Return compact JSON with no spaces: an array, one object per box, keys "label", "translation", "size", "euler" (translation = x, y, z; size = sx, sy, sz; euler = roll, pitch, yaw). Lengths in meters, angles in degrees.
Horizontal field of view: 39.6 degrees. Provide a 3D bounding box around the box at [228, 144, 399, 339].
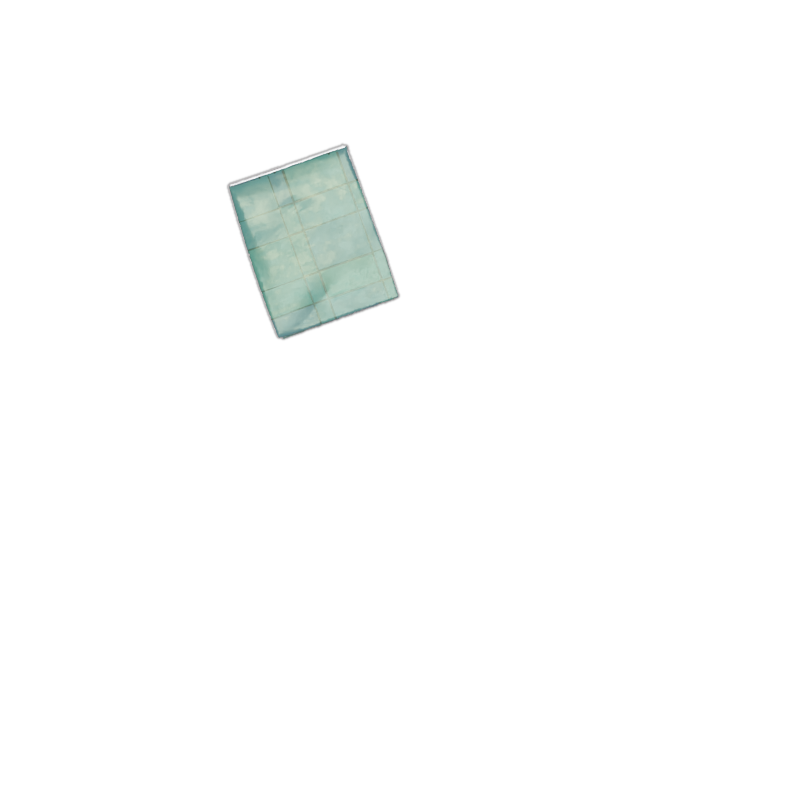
[{"label":"box","translation":[-0.060,-0.109,0.766],"size":[0.090,0.112,0.039],"euler":[-19,5,1]}]
